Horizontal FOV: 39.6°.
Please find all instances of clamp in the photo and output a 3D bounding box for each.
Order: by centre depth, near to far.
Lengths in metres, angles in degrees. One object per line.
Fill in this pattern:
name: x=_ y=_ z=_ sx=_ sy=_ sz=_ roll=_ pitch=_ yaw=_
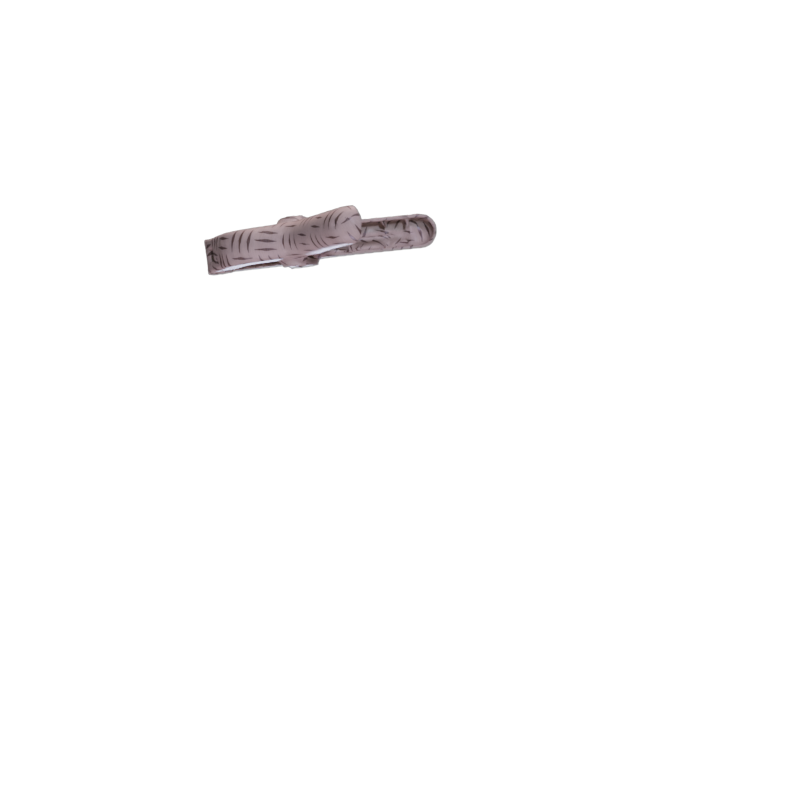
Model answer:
clamp: x=-0.062 y=-0.114 z=0.798 sx=0.177 sy=0.040 sz=0.115 roll=-1 pitch=-2 yaw=39
